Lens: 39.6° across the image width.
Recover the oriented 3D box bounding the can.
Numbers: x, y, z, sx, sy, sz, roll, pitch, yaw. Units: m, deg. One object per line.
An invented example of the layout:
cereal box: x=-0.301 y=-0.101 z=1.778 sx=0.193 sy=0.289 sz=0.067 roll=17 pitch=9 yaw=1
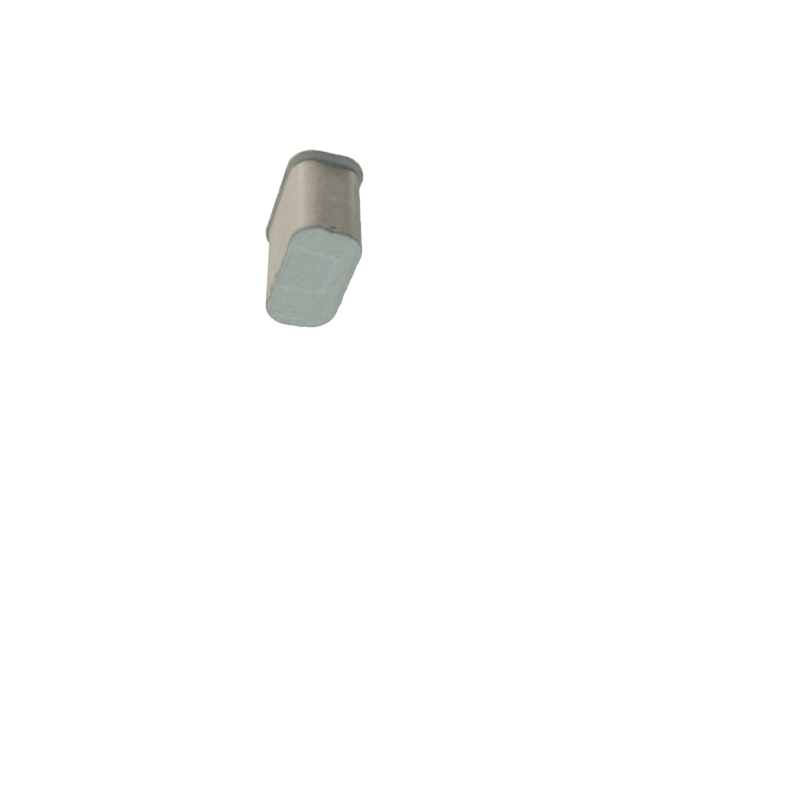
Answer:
can: x=-0.063 y=-0.114 z=0.802 sx=0.056 sy=0.090 sz=0.097 roll=11 pitch=-45 yaw=-15
